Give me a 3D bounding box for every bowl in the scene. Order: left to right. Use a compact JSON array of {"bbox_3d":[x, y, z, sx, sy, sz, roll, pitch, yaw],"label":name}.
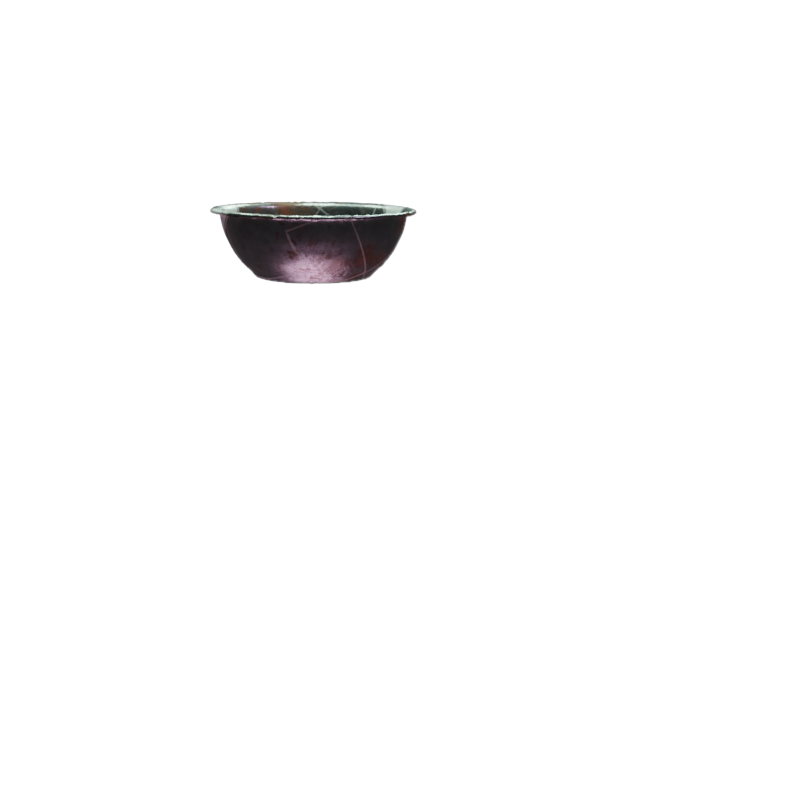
[{"bbox_3d":[-0.068,-0.125,0.874,0.162,0.054,0.166,0,13,-2],"label":"bowl"}]
